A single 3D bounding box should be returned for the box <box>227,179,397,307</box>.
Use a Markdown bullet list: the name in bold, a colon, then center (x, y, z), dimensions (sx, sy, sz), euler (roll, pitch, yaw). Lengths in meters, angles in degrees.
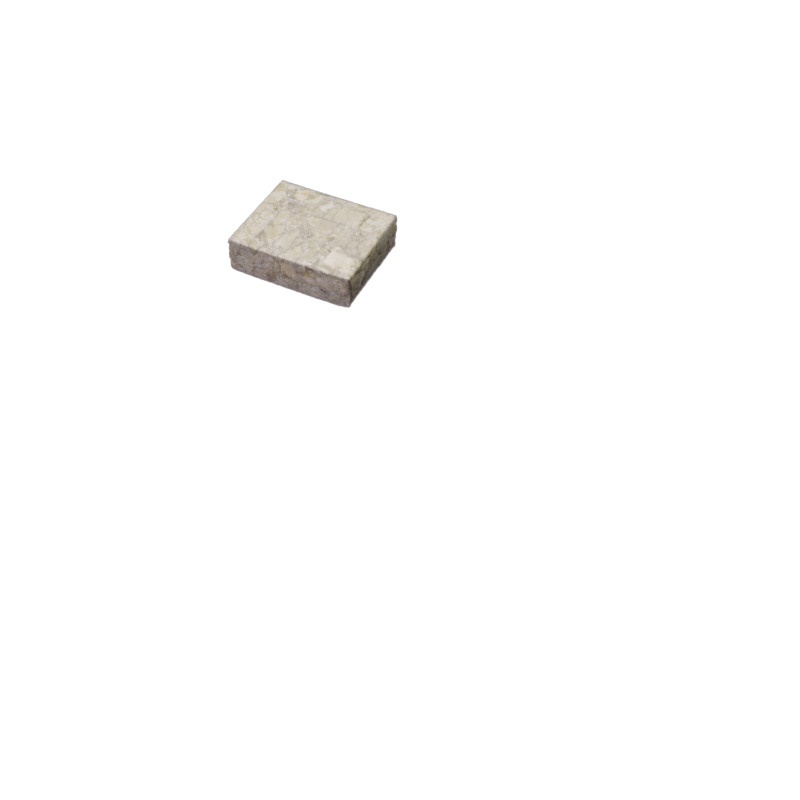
- **box**: center (-0.071, -0.130, 0.912), dimensions (0.118, 0.036, 0.093), euler (20, 49, 18)
